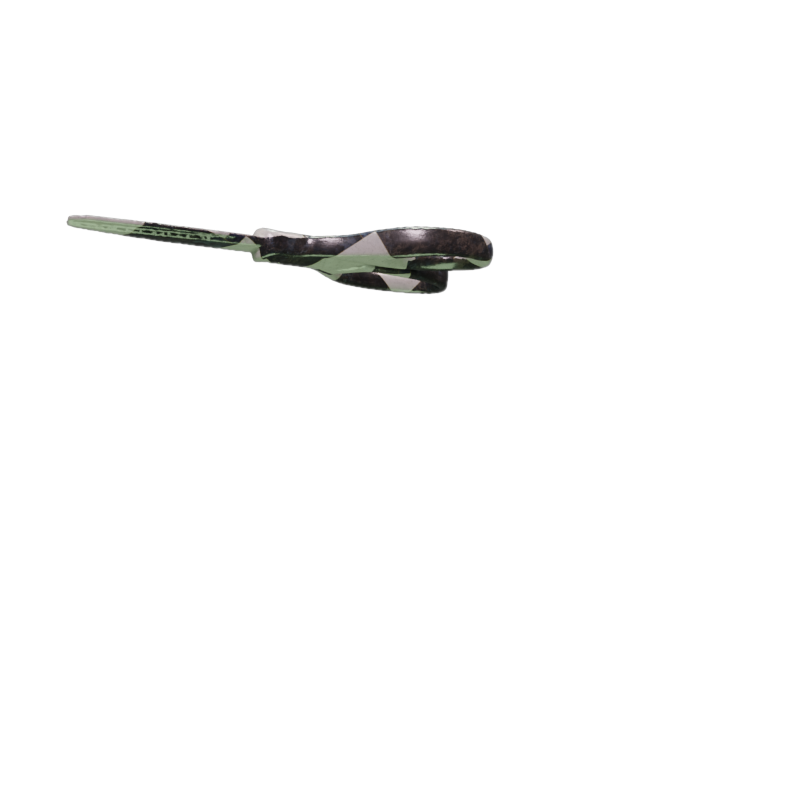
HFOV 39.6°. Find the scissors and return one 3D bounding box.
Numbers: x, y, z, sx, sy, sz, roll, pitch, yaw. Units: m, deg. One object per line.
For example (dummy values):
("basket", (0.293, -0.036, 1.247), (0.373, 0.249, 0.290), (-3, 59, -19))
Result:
("scissors", (-0.040, -0.072, 0.507), (0.192, 0.016, 0.098), (7, -10, -43))
